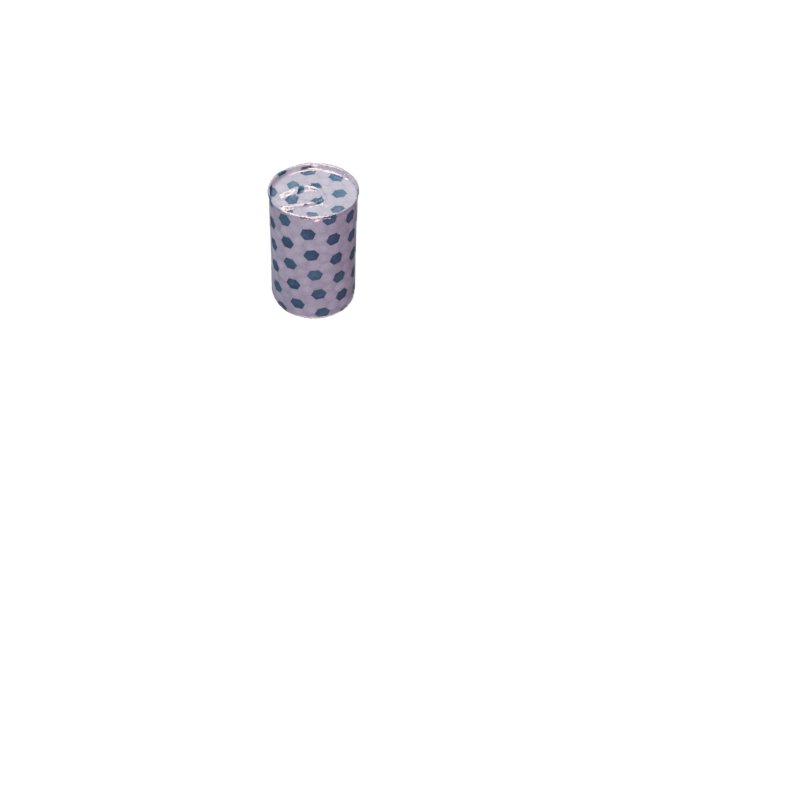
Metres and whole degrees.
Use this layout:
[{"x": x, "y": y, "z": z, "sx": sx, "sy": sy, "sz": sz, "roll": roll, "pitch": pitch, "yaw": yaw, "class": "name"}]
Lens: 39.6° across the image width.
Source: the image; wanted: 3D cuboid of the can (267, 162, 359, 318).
[{"x": -0.067, "y": -0.122, "z": 0.852, "sx": 0.068, "sy": 0.095, "sz": 0.074, "roll": 0, "pitch": 43, "yaw": -3, "class": "can"}]
